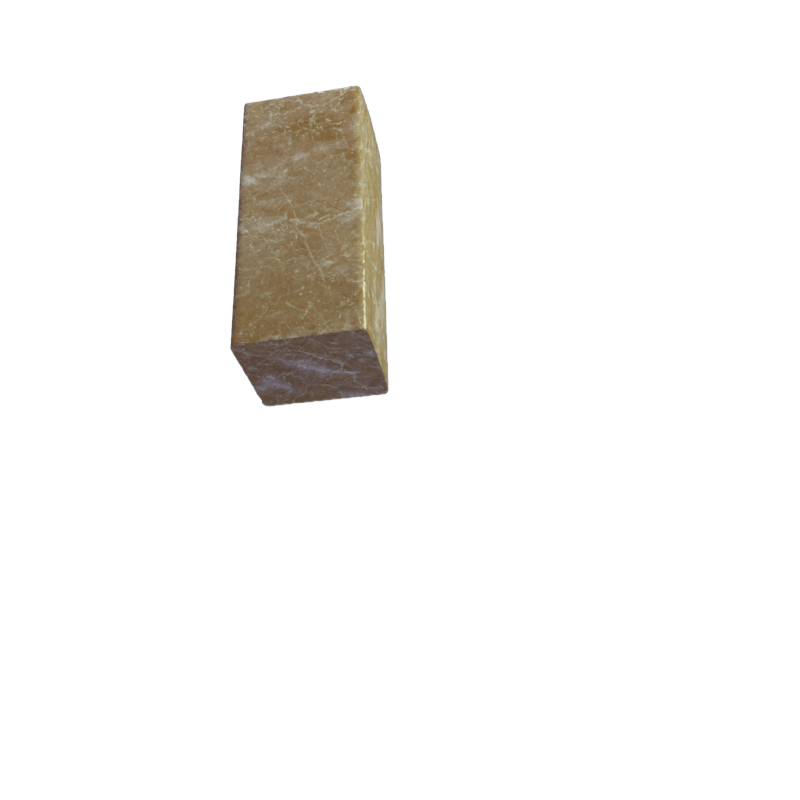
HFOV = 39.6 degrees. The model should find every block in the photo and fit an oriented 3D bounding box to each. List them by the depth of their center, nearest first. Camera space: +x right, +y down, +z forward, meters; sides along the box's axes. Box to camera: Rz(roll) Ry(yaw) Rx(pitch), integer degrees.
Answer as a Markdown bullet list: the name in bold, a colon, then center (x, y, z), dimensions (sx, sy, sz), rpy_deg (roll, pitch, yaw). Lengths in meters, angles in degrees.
- **block**: center (-0.061, -0.112, 0.784), dimensions (0.091, 0.220, 0.083), rpy_deg (-8, -33, 8)
